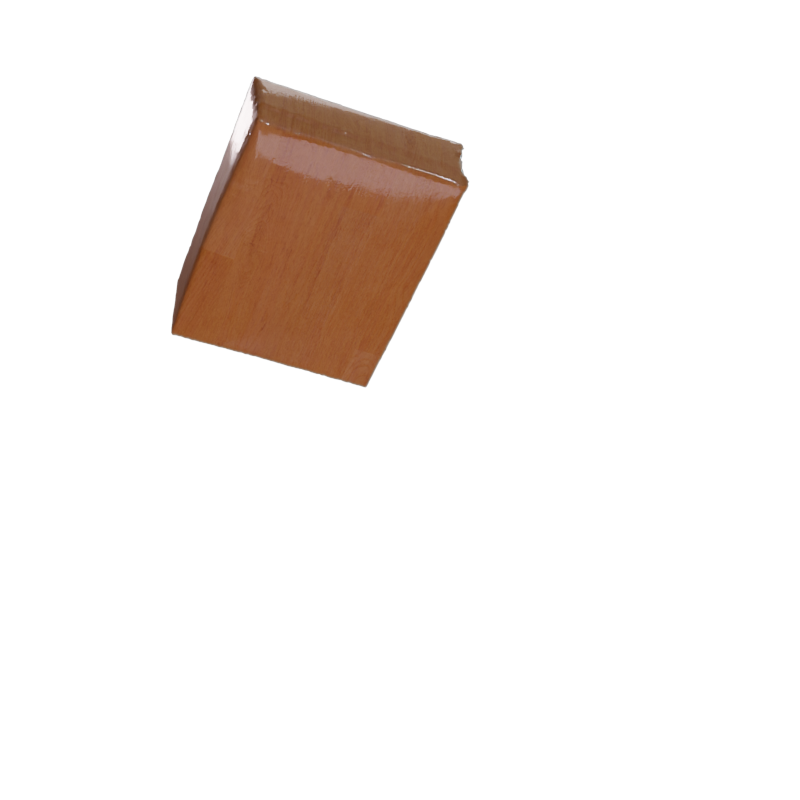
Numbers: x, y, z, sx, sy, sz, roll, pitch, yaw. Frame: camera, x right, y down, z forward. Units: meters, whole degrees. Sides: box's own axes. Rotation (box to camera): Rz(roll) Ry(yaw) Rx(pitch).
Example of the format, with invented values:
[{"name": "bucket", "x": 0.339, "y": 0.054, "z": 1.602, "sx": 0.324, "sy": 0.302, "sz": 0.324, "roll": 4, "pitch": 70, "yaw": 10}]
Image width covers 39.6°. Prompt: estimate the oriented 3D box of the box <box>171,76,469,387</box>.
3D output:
[{"name": "box", "x": -0.036, "y": -0.065, "z": 0.453, "sx": 0.088, "sy": 0.109, "sz": 0.042, "roll": 17, "pitch": 38, "yaw": -14}]
